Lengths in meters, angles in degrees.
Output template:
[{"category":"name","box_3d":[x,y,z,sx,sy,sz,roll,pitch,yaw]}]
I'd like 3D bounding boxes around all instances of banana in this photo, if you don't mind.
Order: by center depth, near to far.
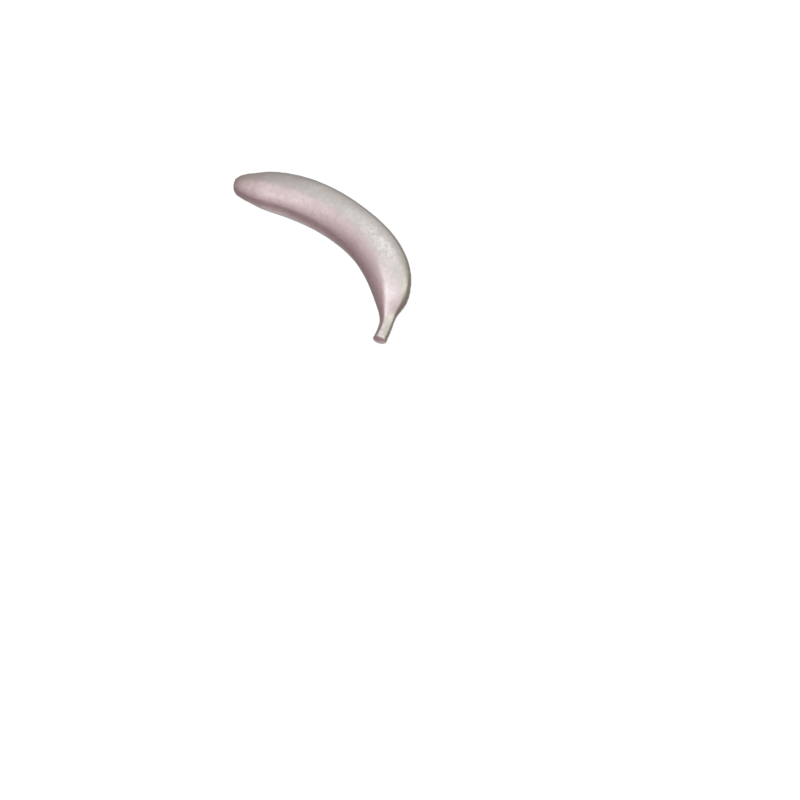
[{"category":"banana","box_3d":[-0.052,-0.133,0.886,0.070,0.211,0.034,-32,-30,-22]}]
